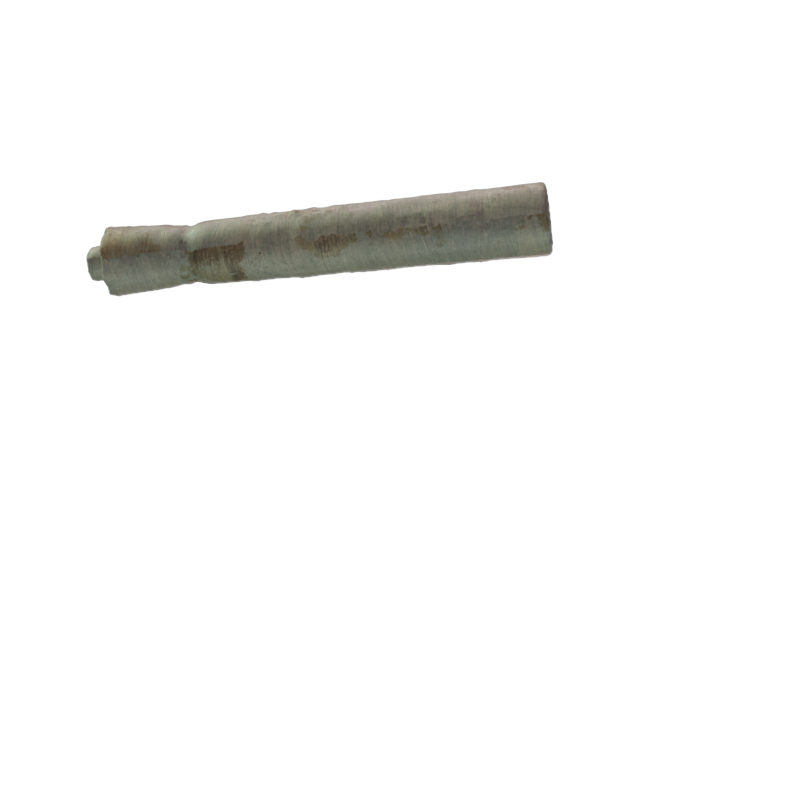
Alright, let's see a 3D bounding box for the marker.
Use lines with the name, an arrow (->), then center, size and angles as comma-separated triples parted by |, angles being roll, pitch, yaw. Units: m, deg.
marker -> -0.023, -0.041, 0.289 | 0.122, 0.020, 0.020 | -4, 4, 9
